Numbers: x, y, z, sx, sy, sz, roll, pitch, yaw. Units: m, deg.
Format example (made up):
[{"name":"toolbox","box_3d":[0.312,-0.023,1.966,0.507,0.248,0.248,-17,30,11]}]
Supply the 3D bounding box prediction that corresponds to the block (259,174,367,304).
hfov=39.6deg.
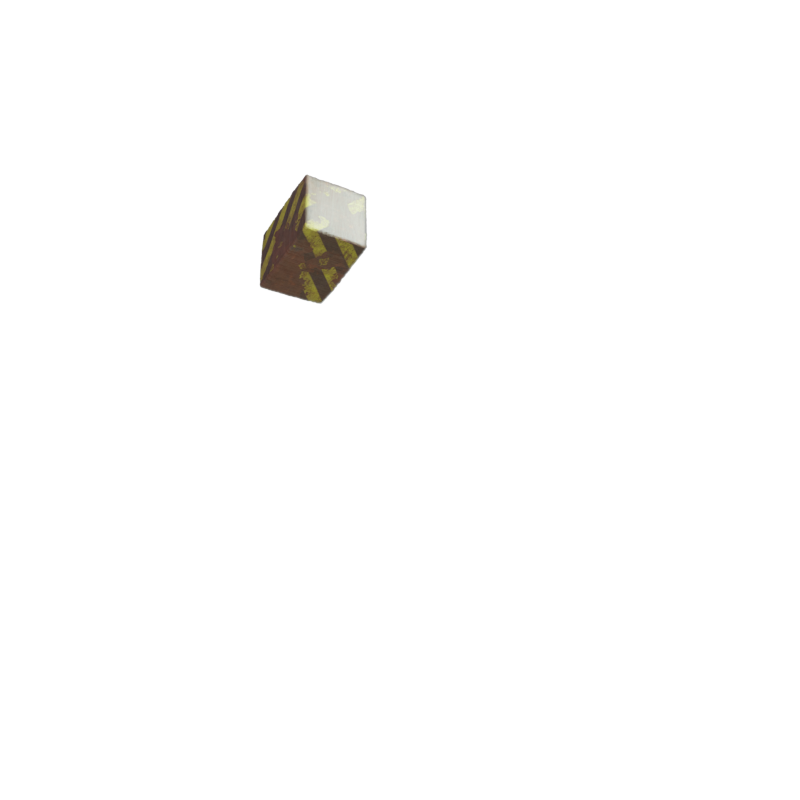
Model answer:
[{"name":"block","box_3d":[-0.065,-0.118,0.825,0.051,0.055,0.076,18,-41,-24]}]
